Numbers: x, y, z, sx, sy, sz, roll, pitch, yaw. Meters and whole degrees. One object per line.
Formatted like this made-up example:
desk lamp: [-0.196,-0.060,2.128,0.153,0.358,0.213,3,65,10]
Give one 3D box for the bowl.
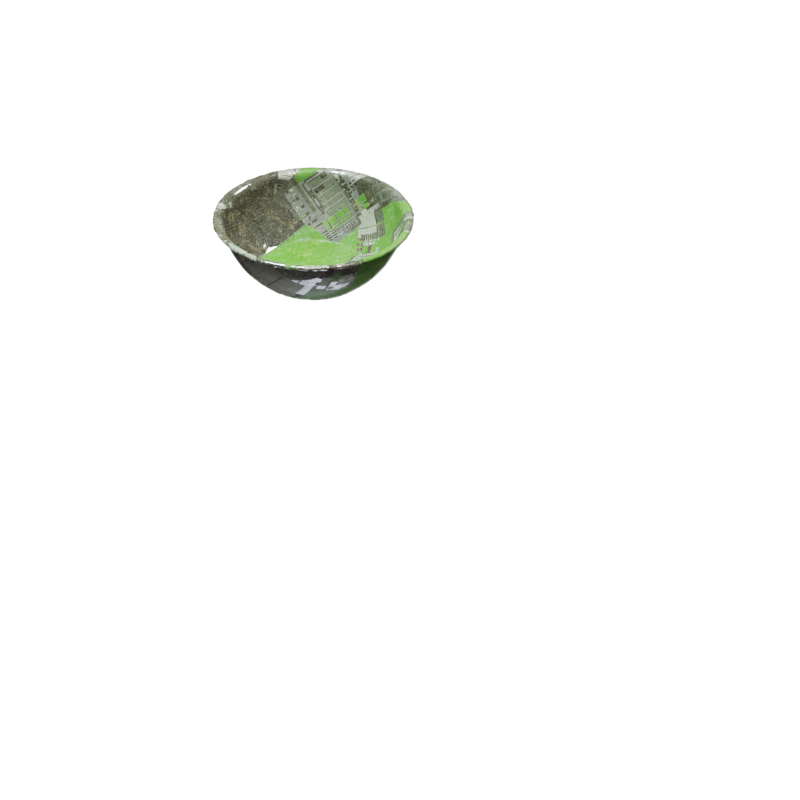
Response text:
bowl: [-0.071,-0.129,0.905,0.162,0.051,0.173,-1,37,-2]
